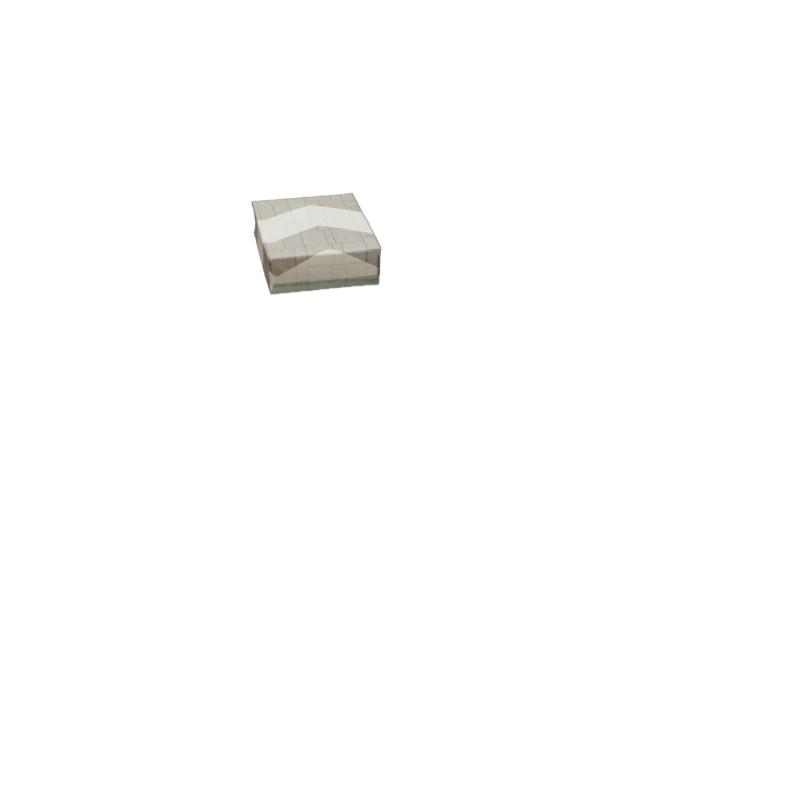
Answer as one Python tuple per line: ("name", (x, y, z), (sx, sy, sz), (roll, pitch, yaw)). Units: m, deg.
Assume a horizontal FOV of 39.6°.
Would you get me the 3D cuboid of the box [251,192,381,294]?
("box", (-0.071, -0.130, 0.909), (0.089, 0.037, 0.122), (-6, 31, -11))
